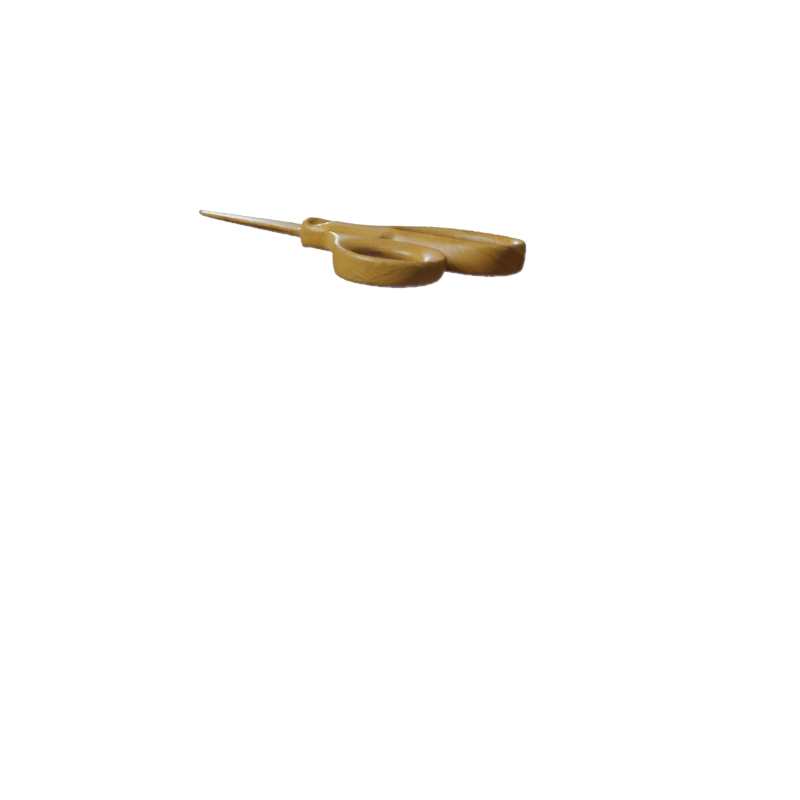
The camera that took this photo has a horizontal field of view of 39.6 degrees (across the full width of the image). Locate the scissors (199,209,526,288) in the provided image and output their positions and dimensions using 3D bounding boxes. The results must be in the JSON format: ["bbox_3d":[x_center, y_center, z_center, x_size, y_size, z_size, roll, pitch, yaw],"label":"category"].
[{"bbox_3d":[-0.042,-0.076,0.534,0.210,0.015,0.095,10,20,28],"label":"scissors"}]
